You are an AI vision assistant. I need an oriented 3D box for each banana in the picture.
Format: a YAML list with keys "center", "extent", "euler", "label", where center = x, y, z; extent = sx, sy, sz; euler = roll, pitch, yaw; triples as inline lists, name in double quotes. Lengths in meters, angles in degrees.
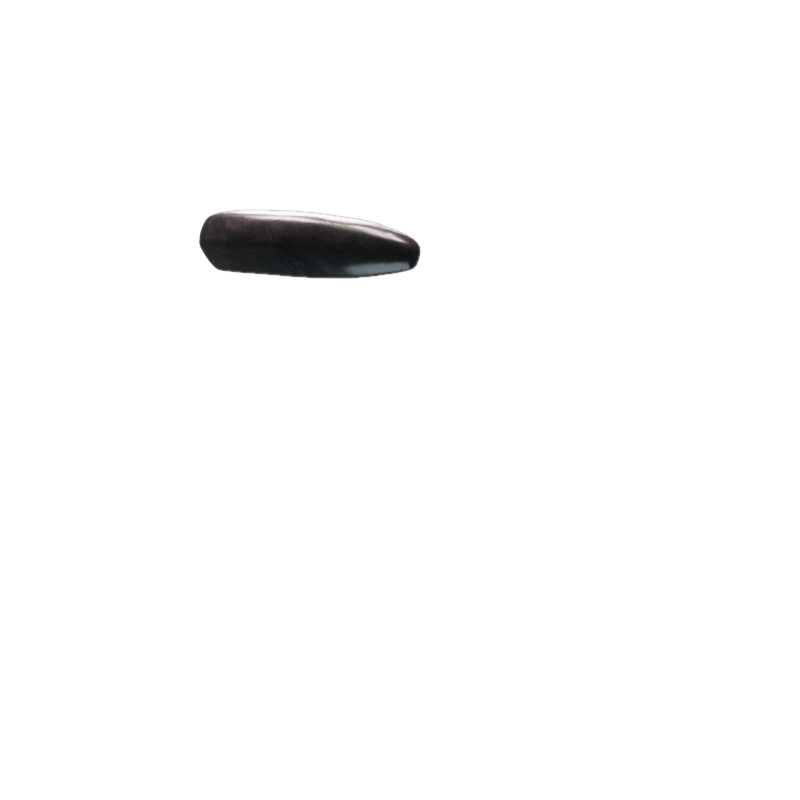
- center: [-0.067, -0.090, 0.628]
  extent: [0.067, 0.036, 0.206]
  euler: [-4, 10, -30]
  label: "banana"
